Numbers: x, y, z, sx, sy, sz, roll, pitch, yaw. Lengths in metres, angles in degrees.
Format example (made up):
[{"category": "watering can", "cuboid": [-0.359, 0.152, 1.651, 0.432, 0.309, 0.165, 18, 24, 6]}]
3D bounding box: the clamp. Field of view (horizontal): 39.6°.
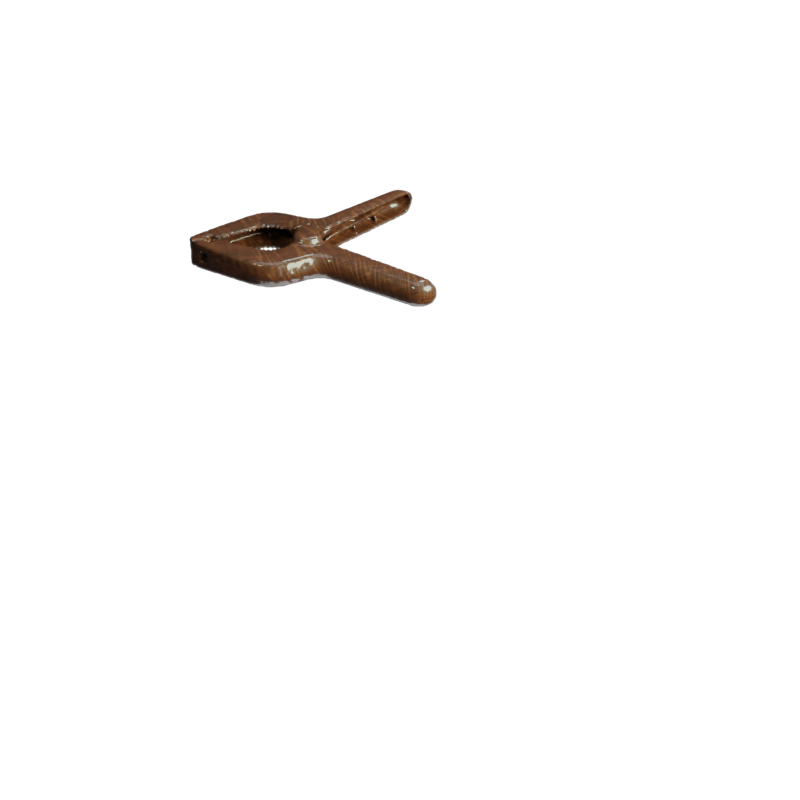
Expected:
[{"category": "clamp", "cuboid": [-0.076, -0.138, 0.969, 0.211, 0.034, 0.175, 1, 37, 2]}]
